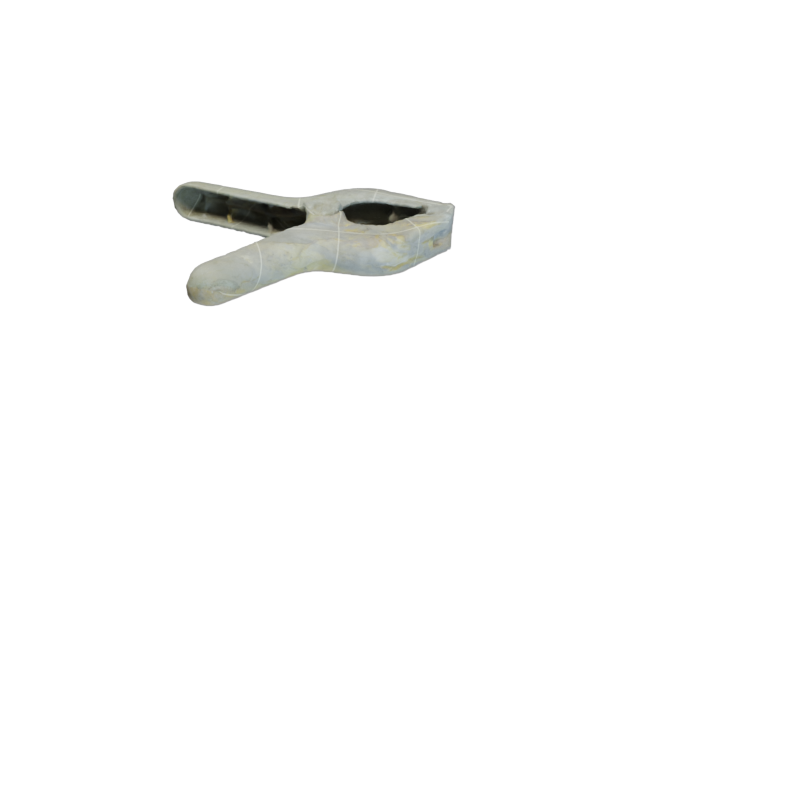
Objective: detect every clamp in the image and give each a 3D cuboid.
[{"bbox_3d":[-0.051,-0.092,0.646,0.171,0.037,0.129,-2,40,-2],"label":"clamp"}]
